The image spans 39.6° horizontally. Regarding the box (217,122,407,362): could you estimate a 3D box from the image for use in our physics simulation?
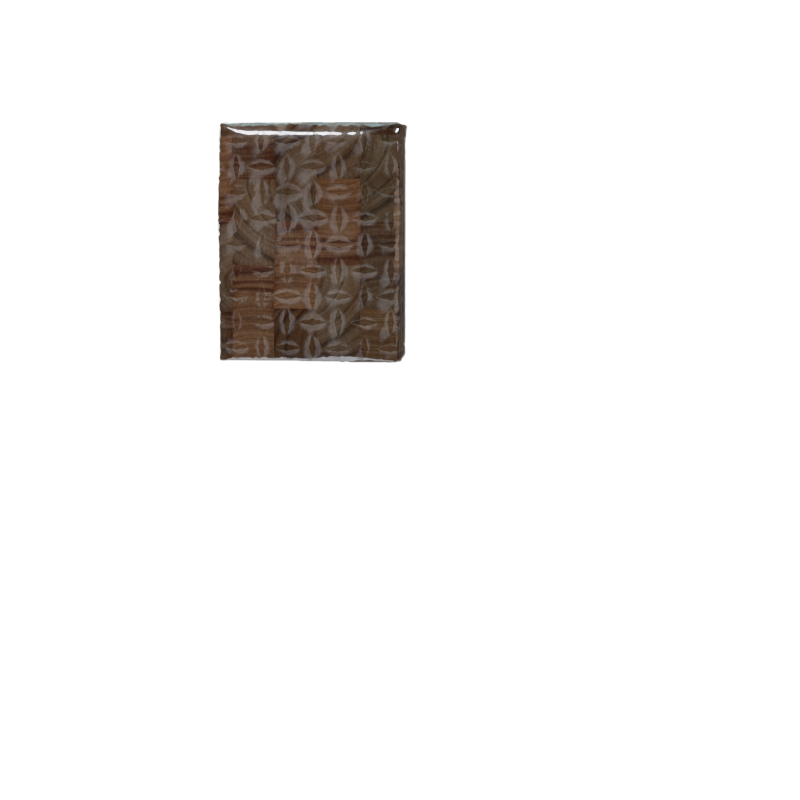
[{"bbox_3d":[-0.078,-0.142,0.997,0.166,0.212,0.072,1,4,8],"label":"box"}]
